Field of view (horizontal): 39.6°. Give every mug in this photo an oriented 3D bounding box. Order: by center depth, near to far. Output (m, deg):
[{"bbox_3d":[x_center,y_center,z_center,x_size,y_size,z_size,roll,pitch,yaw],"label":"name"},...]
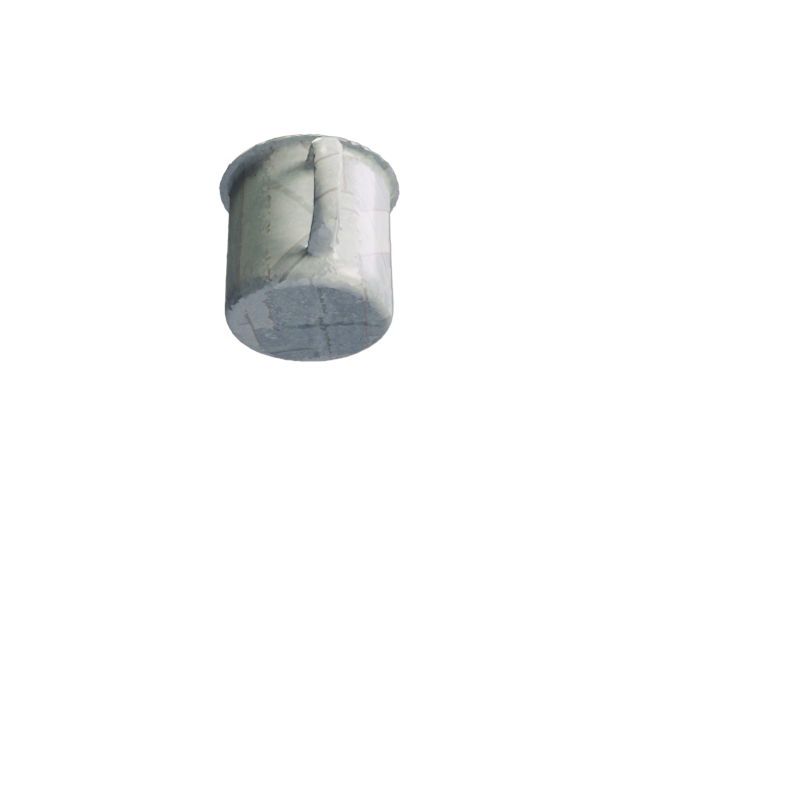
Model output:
[{"bbox_3d":[-0.042,-0.077,0.542,0.092,0.087,0.111,6,-31,-11],"label":"mug"}]
